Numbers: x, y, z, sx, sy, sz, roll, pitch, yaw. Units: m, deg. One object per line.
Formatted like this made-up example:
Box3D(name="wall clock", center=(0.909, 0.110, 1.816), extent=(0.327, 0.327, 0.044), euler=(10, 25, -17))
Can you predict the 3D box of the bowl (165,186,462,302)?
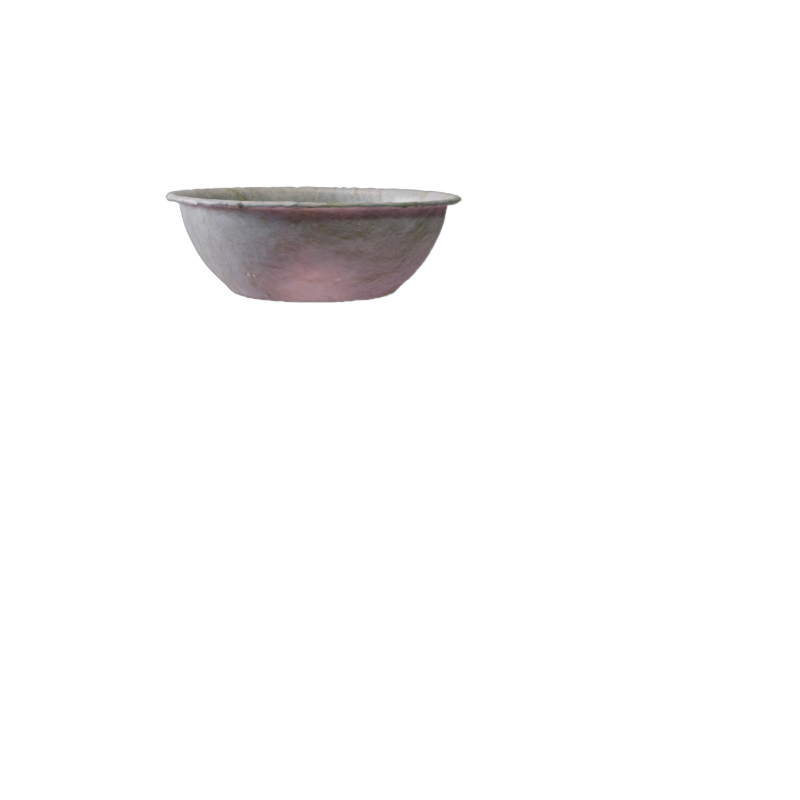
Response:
Box3D(name="bowl", center=(-0.048, -0.087, 0.612), extent=(0.162, 0.054, 0.166), euler=(0, 13, -2))
